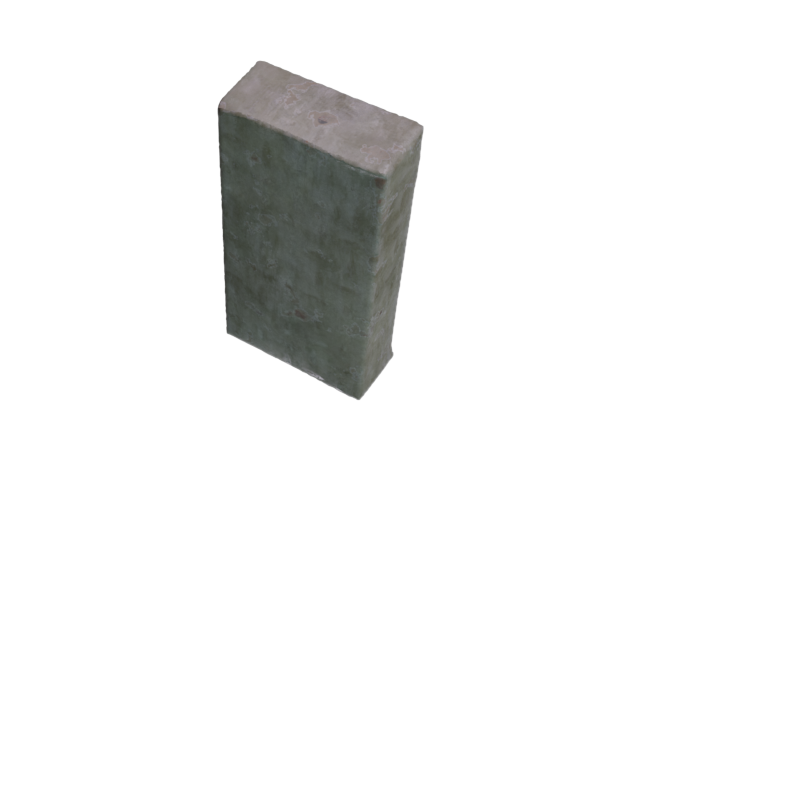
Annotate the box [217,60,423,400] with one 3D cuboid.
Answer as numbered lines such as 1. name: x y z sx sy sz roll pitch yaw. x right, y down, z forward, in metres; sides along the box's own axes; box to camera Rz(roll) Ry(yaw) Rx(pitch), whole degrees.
1. box: -0.045 -0.082 0.573 0.097 0.049 0.165 27 -33 15
